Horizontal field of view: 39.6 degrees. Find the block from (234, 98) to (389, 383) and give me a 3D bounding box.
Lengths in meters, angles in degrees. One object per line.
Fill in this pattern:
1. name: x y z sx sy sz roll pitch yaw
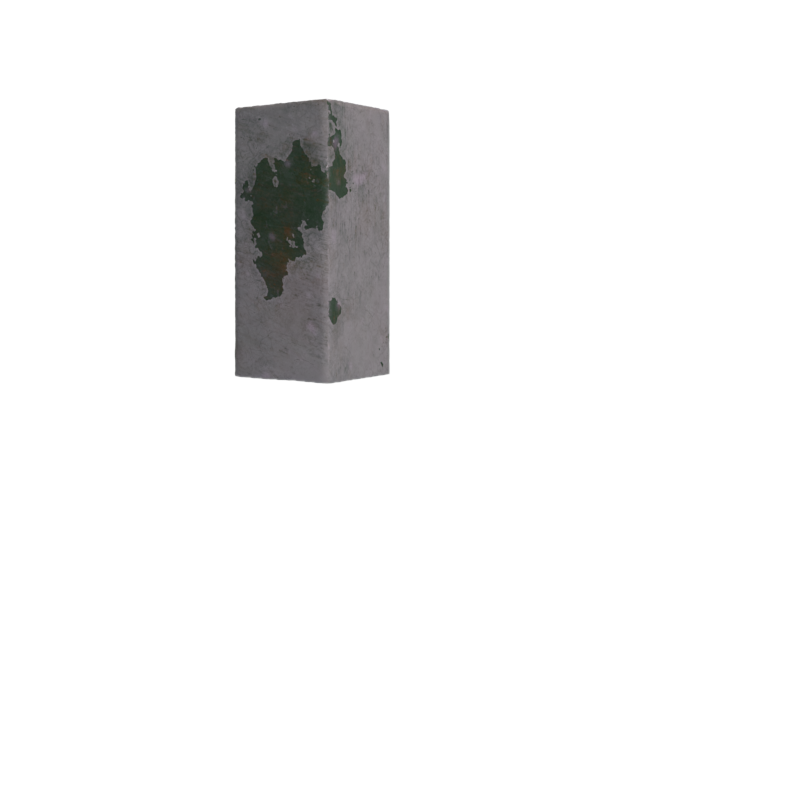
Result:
1. block: -0.067 -0.122 0.856 0.093 0.206 0.087 0 0 34
